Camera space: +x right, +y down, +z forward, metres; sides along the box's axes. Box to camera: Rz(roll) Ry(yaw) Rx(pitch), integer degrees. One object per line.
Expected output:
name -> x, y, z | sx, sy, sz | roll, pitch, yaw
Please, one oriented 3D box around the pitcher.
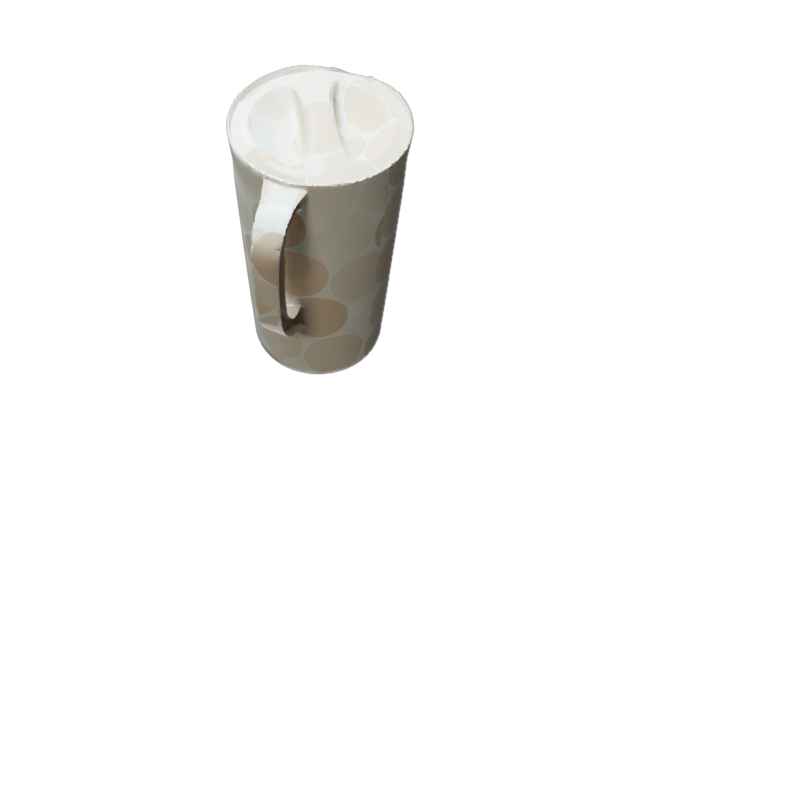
pitcher -> -0.067, -0.123, 0.861 | 0.148, 0.156, 0.226 | -20, -36, -19
